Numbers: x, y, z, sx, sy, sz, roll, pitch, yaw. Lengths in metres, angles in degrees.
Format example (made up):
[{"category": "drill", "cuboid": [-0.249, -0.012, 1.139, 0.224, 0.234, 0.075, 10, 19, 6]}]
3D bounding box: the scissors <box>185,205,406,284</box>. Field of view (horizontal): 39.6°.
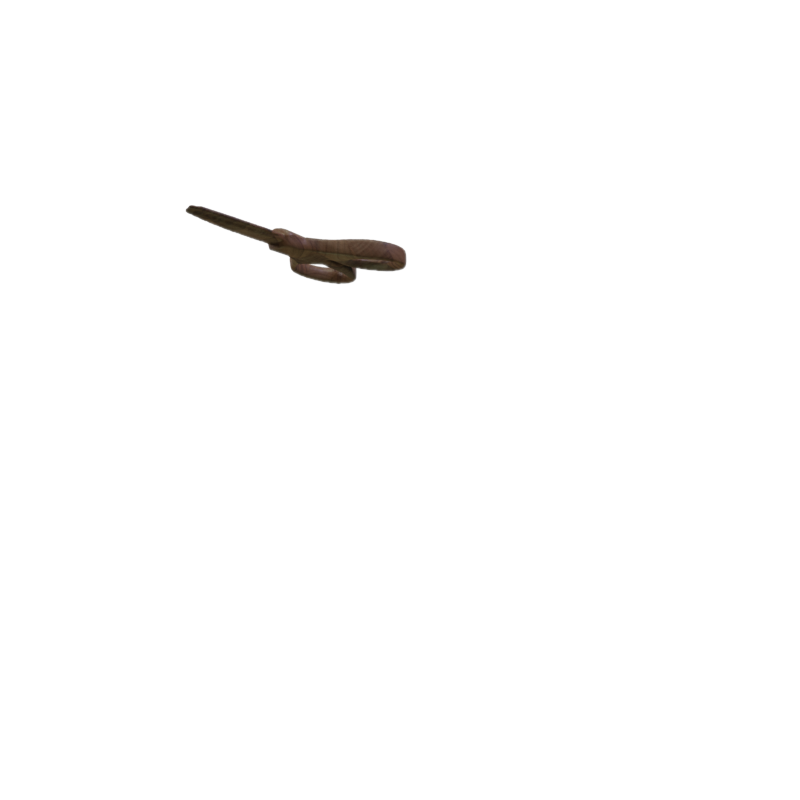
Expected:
[{"category": "scissors", "cuboid": [-0.060, -0.109, 0.765, 0.098, 0.016, 0.192, -2, -8, 18]}]
